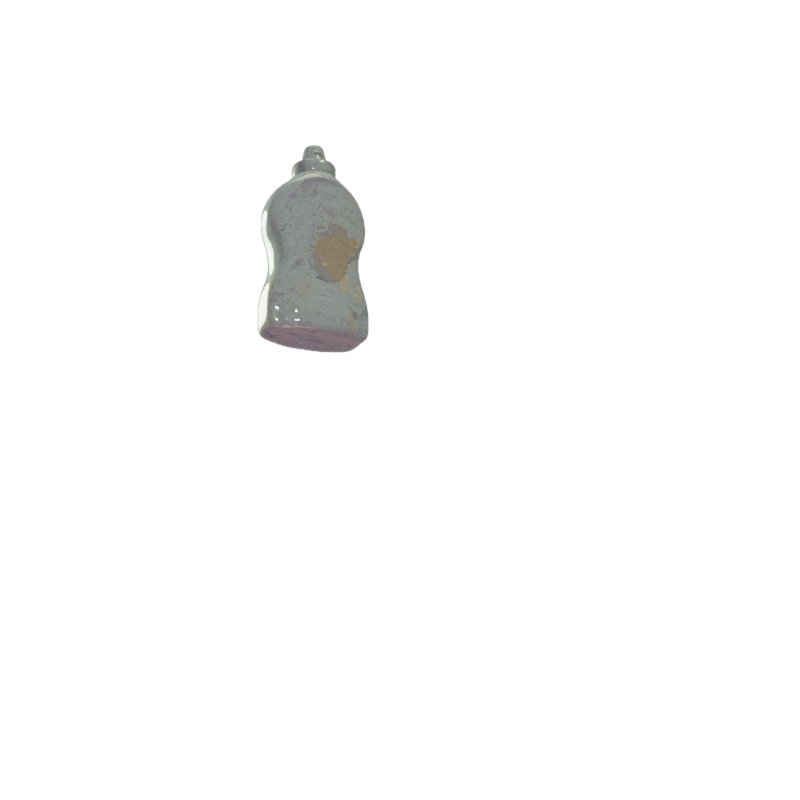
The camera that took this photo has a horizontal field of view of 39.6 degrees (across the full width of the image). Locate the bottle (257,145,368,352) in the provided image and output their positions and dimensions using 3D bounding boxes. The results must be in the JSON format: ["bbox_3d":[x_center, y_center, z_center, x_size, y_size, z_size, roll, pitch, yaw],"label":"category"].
[{"bbox_3d":[-0.078,-0.143,0.999,0.093,0.202,0.057,8,-26,-21],"label":"bottle"}]
